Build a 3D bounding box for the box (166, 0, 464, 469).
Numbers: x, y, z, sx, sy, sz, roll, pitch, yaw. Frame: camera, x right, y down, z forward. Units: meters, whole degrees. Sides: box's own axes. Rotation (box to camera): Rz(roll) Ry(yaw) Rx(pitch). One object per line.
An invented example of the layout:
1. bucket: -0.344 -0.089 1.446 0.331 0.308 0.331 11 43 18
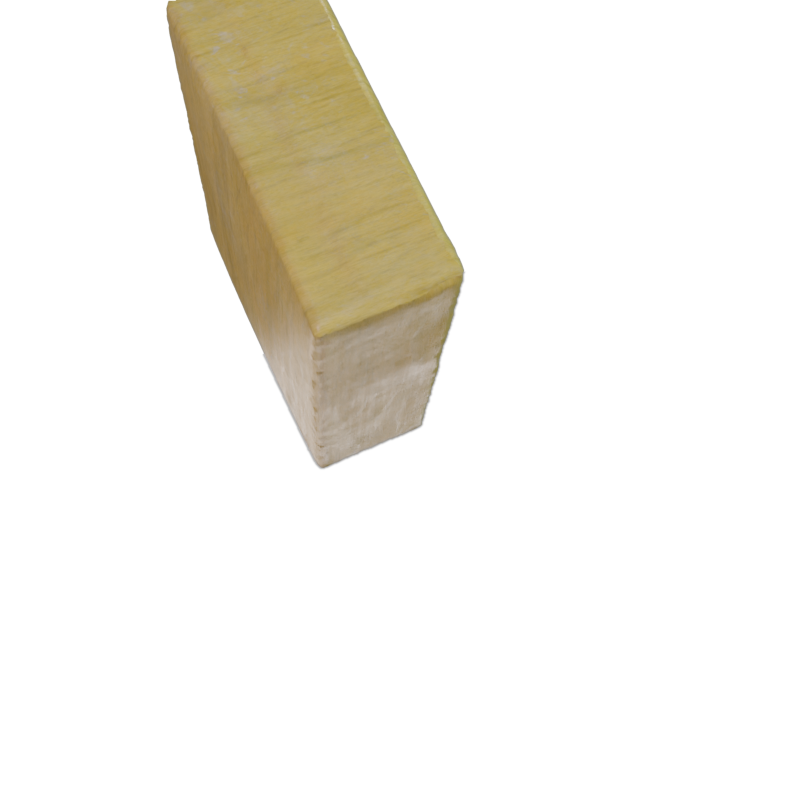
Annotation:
1. box: -0.042 -0.076 0.531 0.071 0.173 0.204 -22 -18 -11
